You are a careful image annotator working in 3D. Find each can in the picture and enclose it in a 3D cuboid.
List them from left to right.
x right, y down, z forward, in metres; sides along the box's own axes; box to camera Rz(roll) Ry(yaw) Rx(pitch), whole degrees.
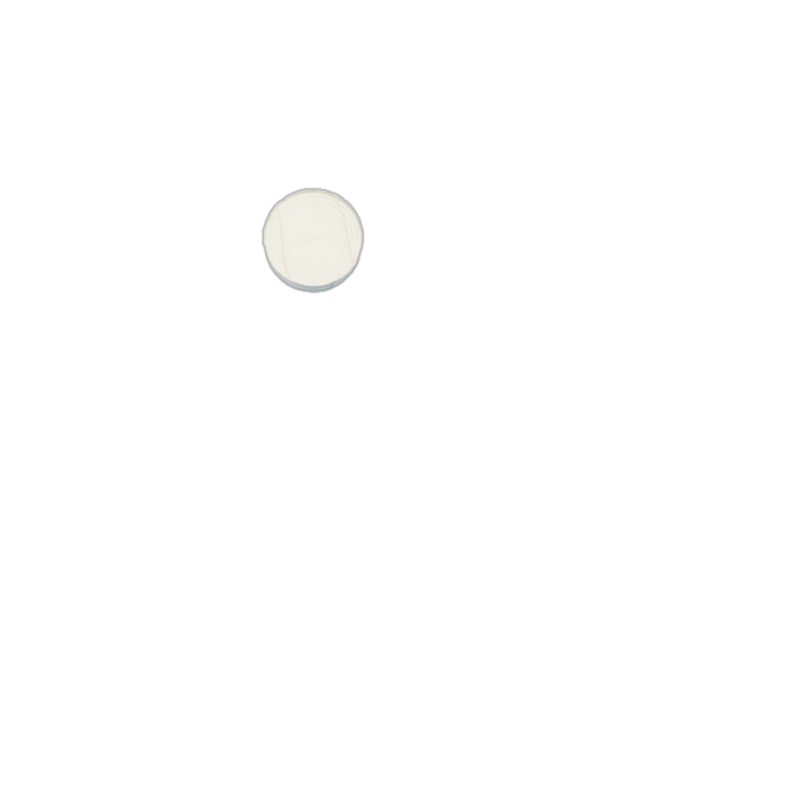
[{"bbox_3d":[-0.075,-0.137,0.963,0.086,0.089,0.032,0,-13,-1],"label":"can"}]
